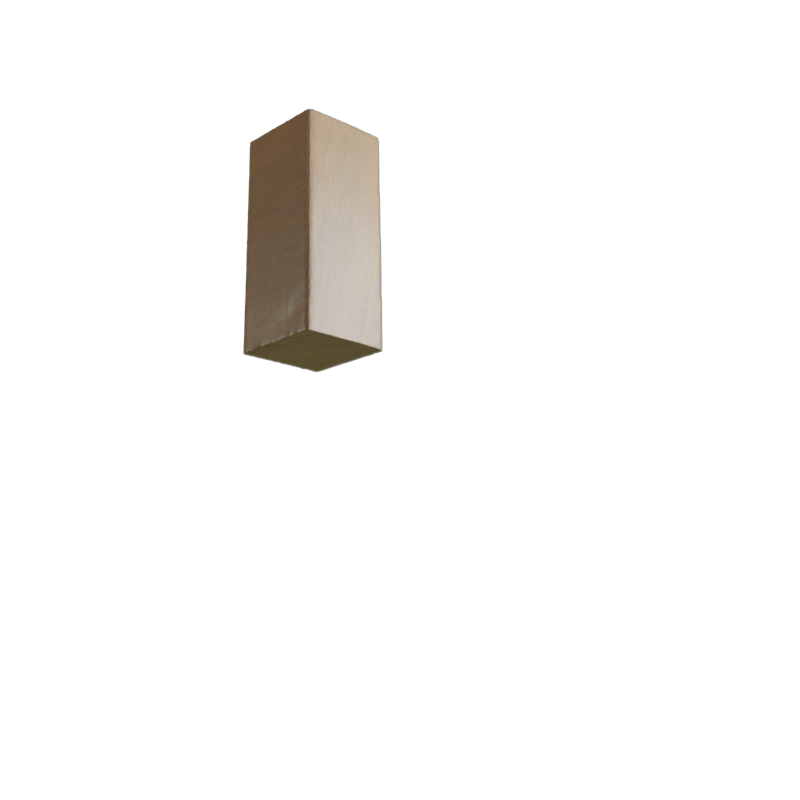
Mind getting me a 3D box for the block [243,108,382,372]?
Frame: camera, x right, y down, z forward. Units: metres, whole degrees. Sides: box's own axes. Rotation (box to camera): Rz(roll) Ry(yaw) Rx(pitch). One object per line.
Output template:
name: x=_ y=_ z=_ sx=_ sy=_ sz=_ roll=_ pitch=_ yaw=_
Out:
block: x=-0.077 y=-0.142 z=0.993 sx=0.085 sy=0.217 sz=0.091 roll=18 pitch=-28 yaw=-40
